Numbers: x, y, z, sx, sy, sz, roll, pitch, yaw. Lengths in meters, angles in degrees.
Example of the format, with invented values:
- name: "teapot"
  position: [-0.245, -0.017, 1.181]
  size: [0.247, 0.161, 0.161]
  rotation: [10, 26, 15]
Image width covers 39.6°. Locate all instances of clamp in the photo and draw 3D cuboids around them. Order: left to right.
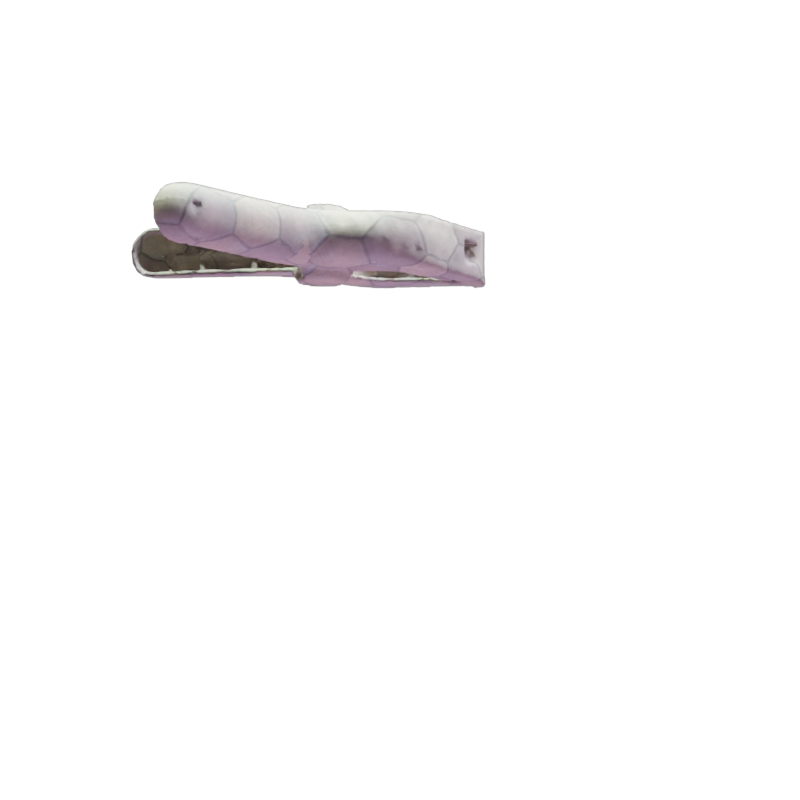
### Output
- name: "clamp"
  position: [-0.040, -0.072, 0.506]
  size: [0.170, 0.039, 0.121]
  rotation: [0, 2, -7]
